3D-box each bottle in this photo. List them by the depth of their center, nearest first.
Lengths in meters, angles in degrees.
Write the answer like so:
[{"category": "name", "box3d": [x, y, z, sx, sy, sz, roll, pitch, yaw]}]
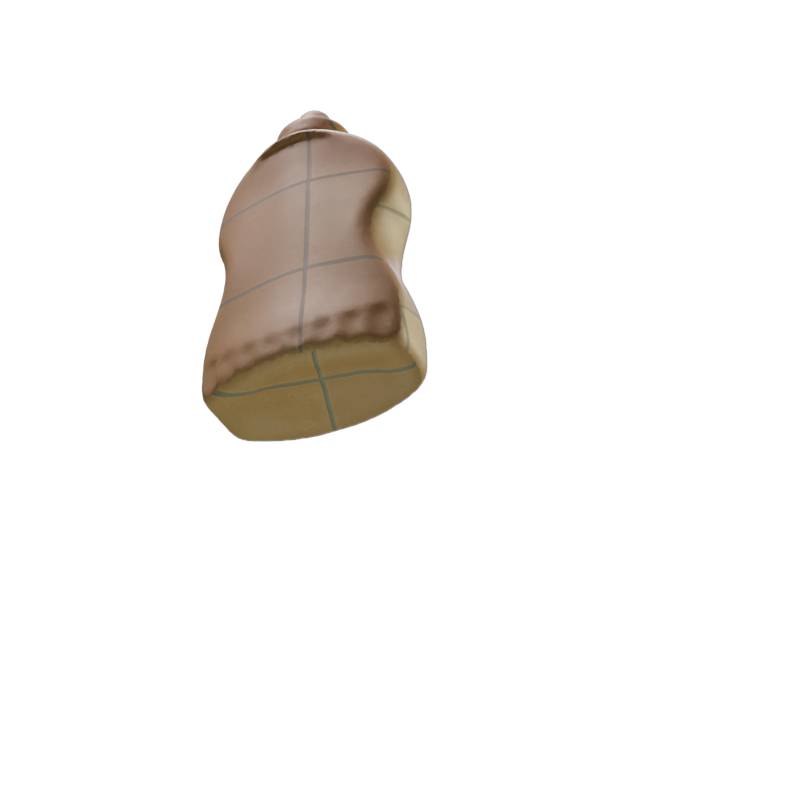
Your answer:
[{"category": "bottle", "box3d": [-0.041, -0.076, 0.532, 0.097, 0.206, 0.054, -20, -45, 17]}]
